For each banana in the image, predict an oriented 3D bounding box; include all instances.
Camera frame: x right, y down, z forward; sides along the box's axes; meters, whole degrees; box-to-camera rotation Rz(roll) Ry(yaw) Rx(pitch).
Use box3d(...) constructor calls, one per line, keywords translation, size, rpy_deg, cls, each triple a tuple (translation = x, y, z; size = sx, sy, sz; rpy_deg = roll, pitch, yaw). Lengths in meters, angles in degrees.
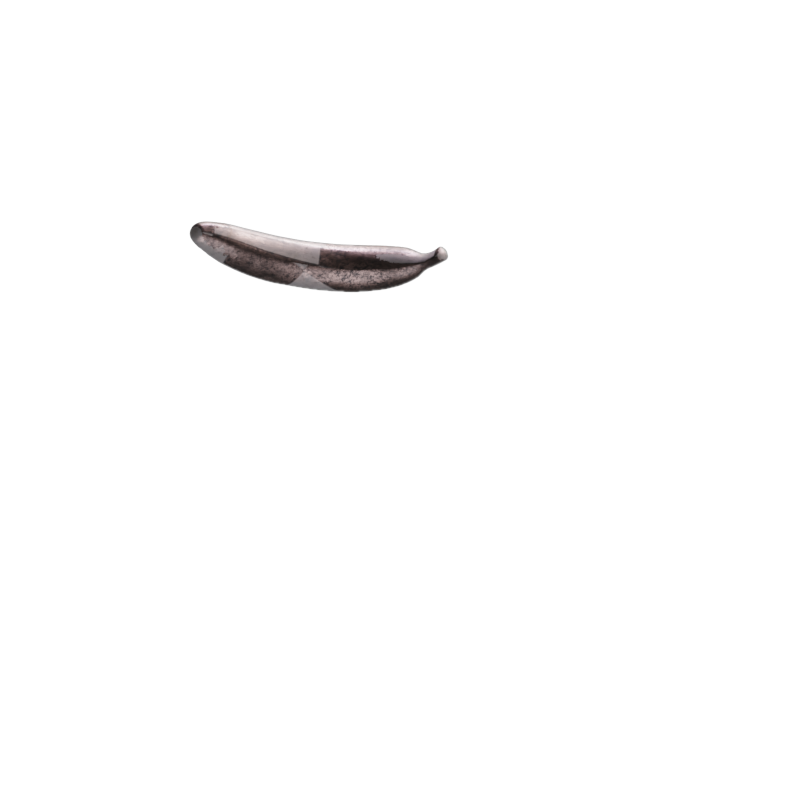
box3d(translation=(-0.067, -0.114, 0.873), size=(0.196, 0.039, 0.066), rpy_deg=(3, -31, -6), cls="banana")
